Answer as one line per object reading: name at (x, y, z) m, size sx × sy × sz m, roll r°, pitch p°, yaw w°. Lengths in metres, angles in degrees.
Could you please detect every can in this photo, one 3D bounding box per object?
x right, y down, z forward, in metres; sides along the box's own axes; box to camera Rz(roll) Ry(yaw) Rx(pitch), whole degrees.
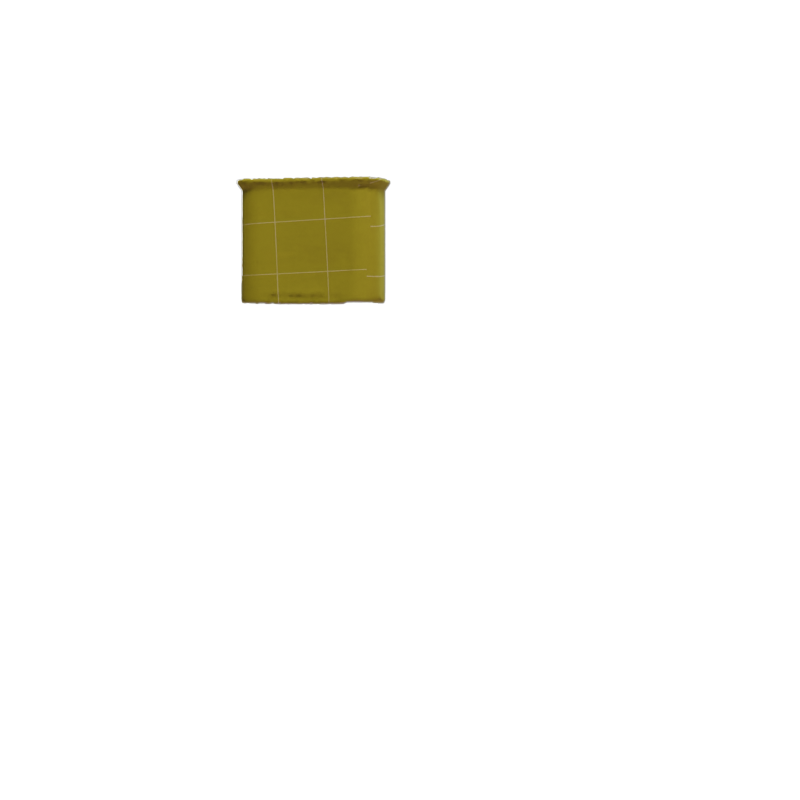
can at (-0.059, -0.107, 0.751) m, size 0.104 × 0.084 × 0.056 m, roll 1°, pitch 1°, yaw 14°
